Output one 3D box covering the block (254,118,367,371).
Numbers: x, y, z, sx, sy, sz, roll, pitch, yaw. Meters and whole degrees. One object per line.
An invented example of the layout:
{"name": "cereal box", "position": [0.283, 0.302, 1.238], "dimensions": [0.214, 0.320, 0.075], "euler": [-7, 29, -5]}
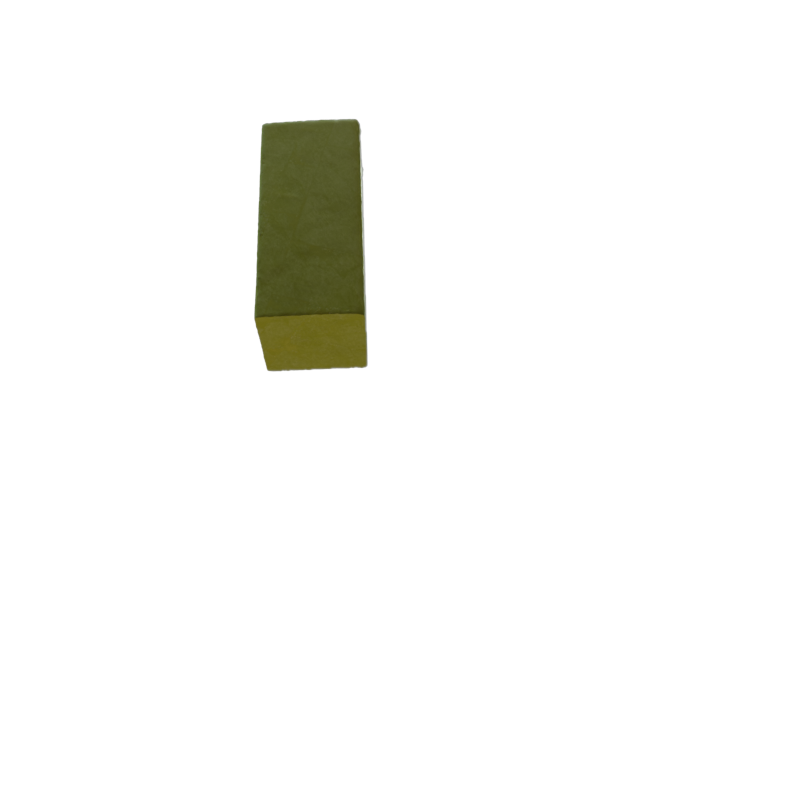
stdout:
{"name": "block", "position": [-0.076, -0.139, 0.974], "dimensions": [0.090, 0.220, 0.085], "euler": [-3, -33, 1]}
